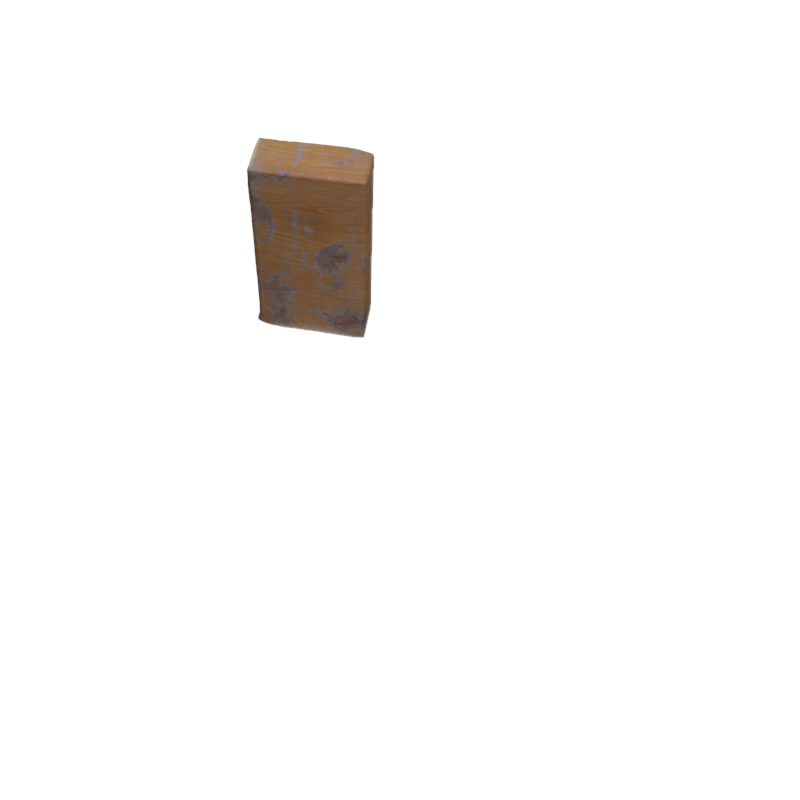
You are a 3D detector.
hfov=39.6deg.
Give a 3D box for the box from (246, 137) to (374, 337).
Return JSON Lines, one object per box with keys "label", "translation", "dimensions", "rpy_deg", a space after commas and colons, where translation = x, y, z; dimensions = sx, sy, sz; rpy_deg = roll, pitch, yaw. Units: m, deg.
{"label": "box", "translation": [-0.069, -0.127, 0.886], "dimensions": [0.094, 0.051, 0.164], "rpy_deg": [10, -43, 6]}
